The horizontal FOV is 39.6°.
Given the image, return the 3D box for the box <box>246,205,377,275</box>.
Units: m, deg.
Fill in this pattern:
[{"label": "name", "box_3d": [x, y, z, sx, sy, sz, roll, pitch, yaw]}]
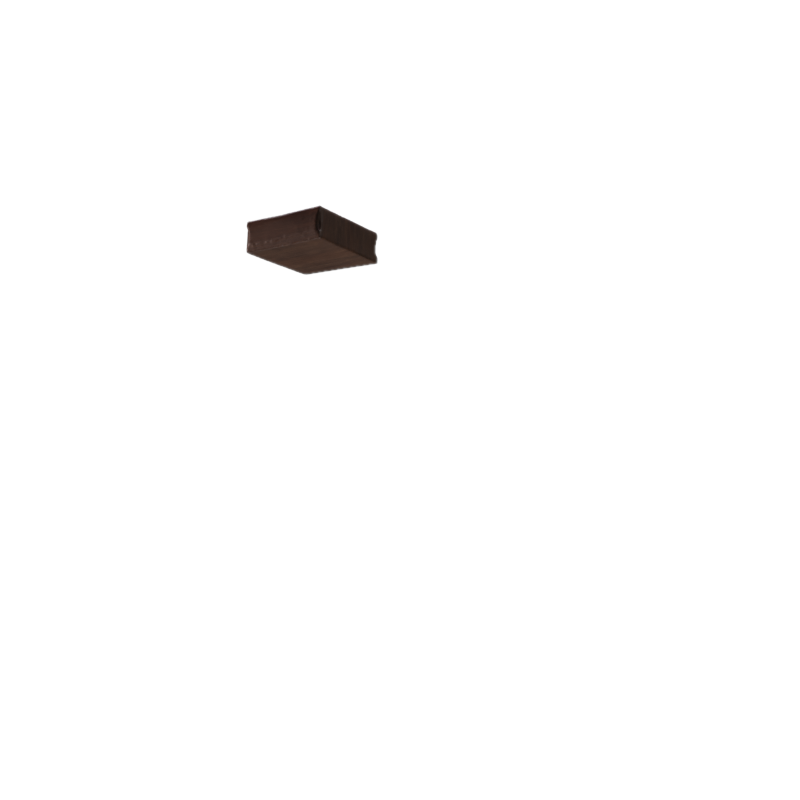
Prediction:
[{"label": "box", "box_3d": [-0.071, -0.130, 0.911, 0.075, 0.031, 0.084, -6, -12, 32]}]
